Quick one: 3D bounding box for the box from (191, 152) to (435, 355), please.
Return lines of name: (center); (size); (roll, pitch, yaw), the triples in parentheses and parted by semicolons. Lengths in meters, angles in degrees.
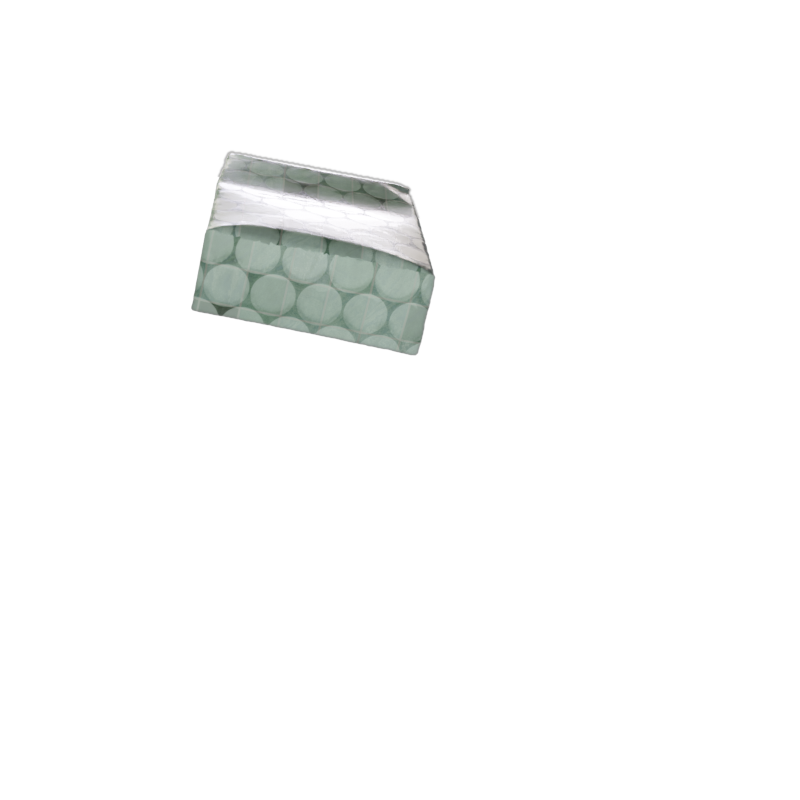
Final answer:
box: (-0.067, -0.123, 0.858); (0.162, 0.069, 0.225); (10, 25, -7)
